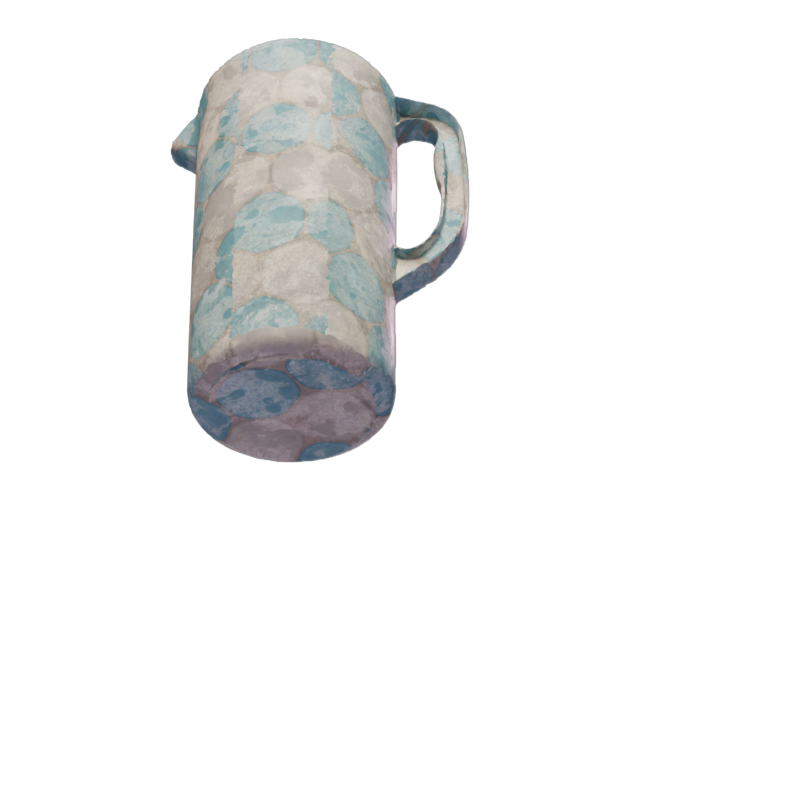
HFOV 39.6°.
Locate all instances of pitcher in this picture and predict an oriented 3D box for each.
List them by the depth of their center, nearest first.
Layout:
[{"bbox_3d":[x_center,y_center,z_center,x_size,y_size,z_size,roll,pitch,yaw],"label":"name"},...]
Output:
[{"bbox_3d":[-0.051,-0.092,0.647,0.137,0.261,0.147,27,-49,-30],"label":"pitcher"}]
